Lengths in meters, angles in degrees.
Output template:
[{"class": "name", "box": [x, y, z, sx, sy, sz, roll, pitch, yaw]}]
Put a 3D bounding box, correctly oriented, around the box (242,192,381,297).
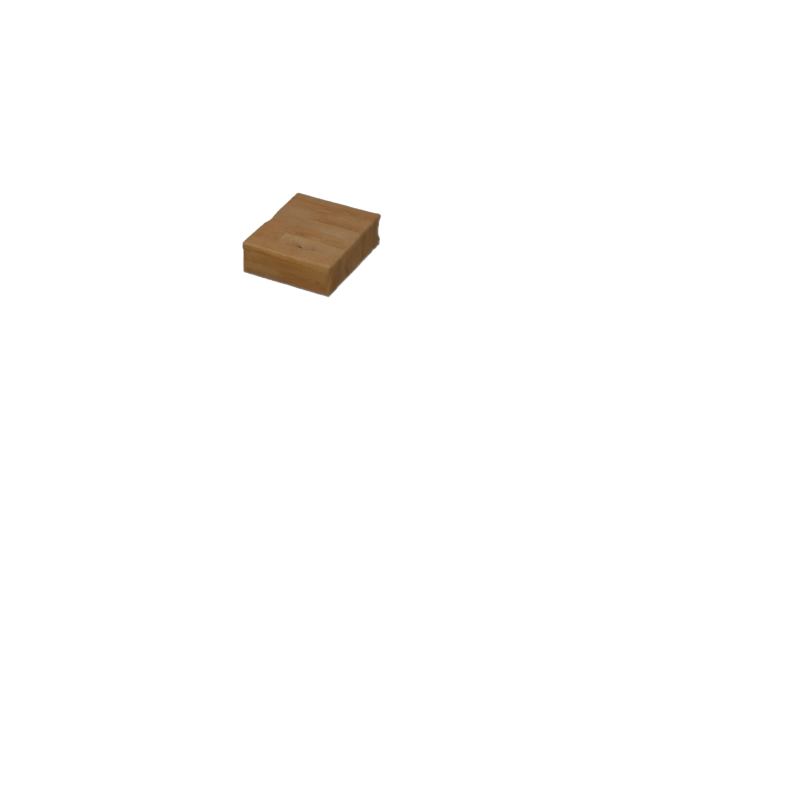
[{"class": "box", "box": [-0.065, -0.119, 0.833, 0.076, 0.028, 0.092, 17, 40, 20]}]
